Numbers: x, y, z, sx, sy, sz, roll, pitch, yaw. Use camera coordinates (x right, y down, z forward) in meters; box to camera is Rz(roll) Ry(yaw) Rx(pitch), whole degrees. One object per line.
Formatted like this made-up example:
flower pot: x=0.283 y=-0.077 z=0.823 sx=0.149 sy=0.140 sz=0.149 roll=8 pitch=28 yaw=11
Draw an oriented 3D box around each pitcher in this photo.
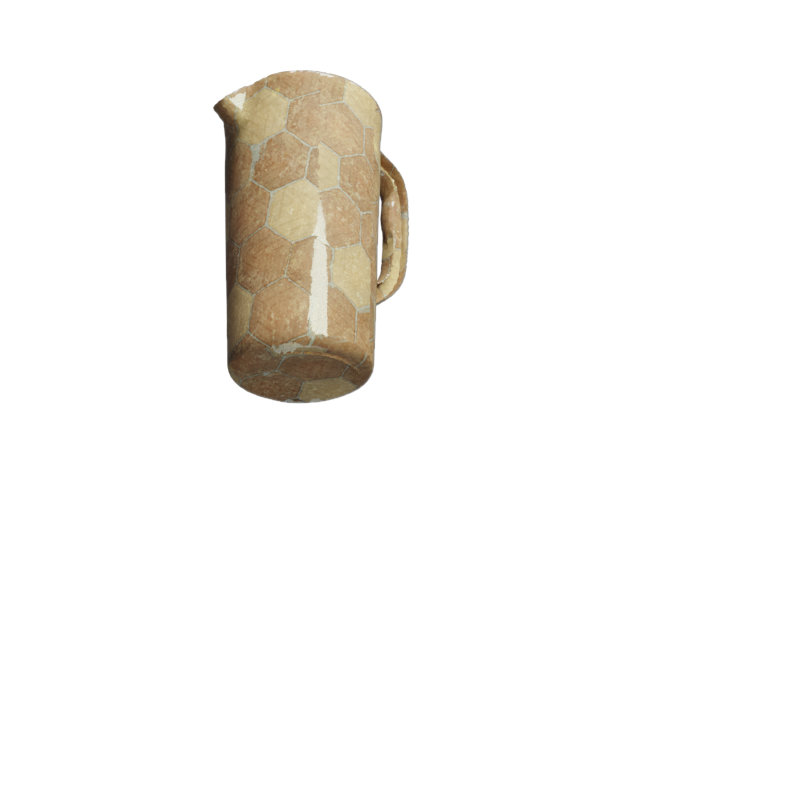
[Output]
pitcher: x=-0.068 y=-0.125 z=0.873 sx=0.150 sy=0.258 sz=0.135 roll=-4 pitch=-28 yaw=4
